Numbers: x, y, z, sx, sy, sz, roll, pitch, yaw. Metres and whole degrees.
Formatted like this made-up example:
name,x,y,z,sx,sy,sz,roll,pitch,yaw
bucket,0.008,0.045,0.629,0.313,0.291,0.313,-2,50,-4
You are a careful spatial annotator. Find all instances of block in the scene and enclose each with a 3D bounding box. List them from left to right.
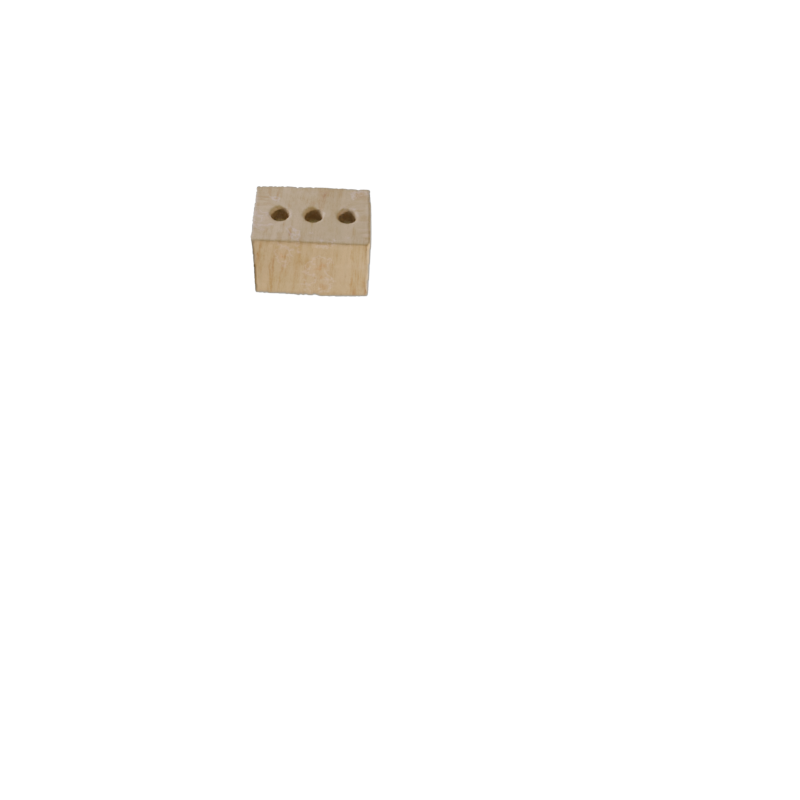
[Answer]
name,x,y,z,sx,sy,sz,roll,pitch,yaw
block,-0.058,-0.105,0.735,0.078,0.056,0.048,2,-41,0
